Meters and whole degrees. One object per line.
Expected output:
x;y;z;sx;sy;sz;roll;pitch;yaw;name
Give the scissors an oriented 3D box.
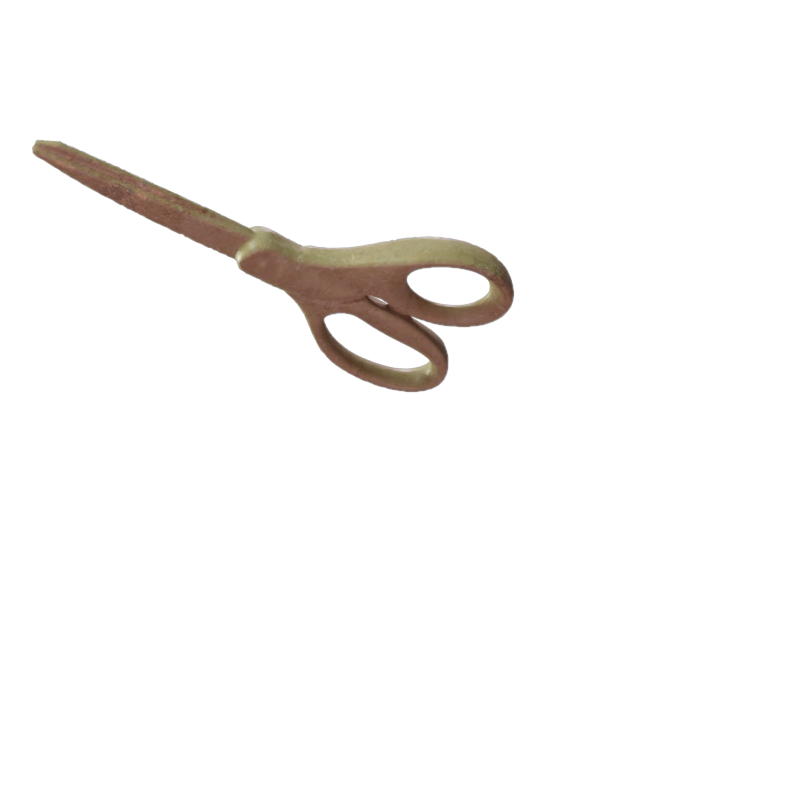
-0.033;-0.061;0.428;0.096;0.017;0.188;-27;-46;29;scissors
